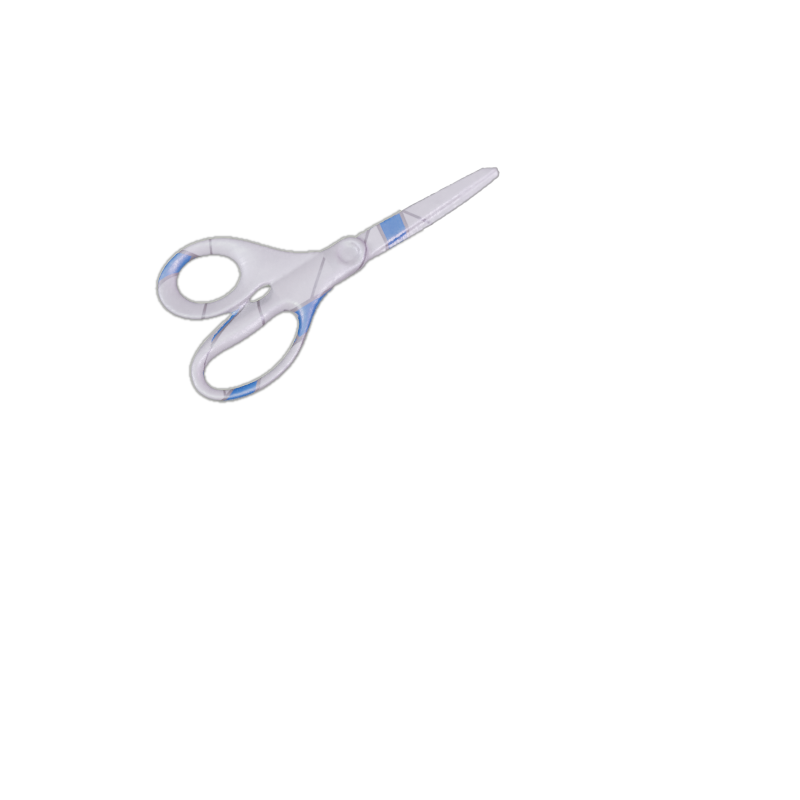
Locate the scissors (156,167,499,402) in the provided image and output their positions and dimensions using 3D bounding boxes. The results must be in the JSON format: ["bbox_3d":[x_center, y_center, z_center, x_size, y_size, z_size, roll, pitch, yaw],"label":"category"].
[{"bbox_3d":[-0.047,-0.086,0.601,0.099,0.204,0.015,41,-14,12],"label":"scissors"}]
